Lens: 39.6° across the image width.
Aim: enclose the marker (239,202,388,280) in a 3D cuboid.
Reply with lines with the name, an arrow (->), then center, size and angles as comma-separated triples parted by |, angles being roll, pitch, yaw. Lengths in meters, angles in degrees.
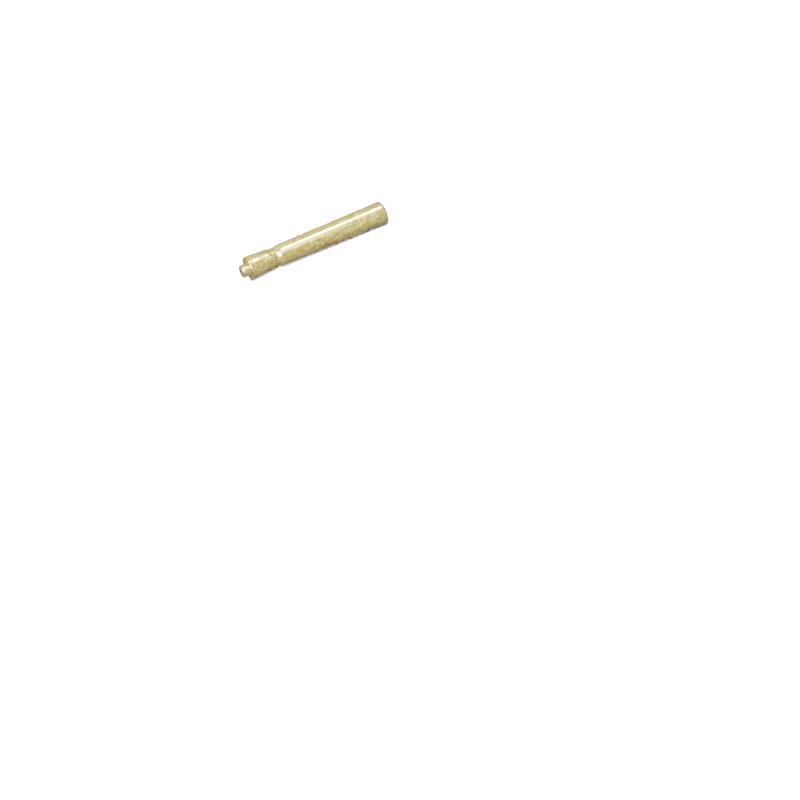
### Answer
marker -> -0.065, -0.119, 0.835 | 0.120, 0.019, 0.020 | -25, 12, -17
